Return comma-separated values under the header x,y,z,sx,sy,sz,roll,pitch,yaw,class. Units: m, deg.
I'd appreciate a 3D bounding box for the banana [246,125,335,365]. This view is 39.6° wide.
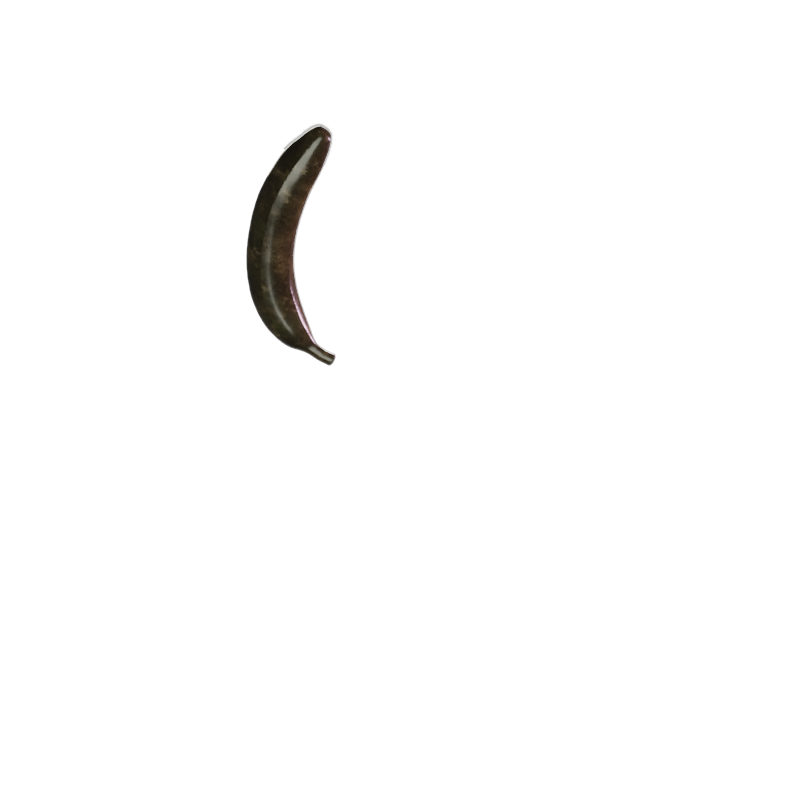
x,y,z,sx,sy,sz,roll,pitch,yaw,class
-0.086,-0.120,0.869,0.069,0.188,0.039,0,24,-1,banana
